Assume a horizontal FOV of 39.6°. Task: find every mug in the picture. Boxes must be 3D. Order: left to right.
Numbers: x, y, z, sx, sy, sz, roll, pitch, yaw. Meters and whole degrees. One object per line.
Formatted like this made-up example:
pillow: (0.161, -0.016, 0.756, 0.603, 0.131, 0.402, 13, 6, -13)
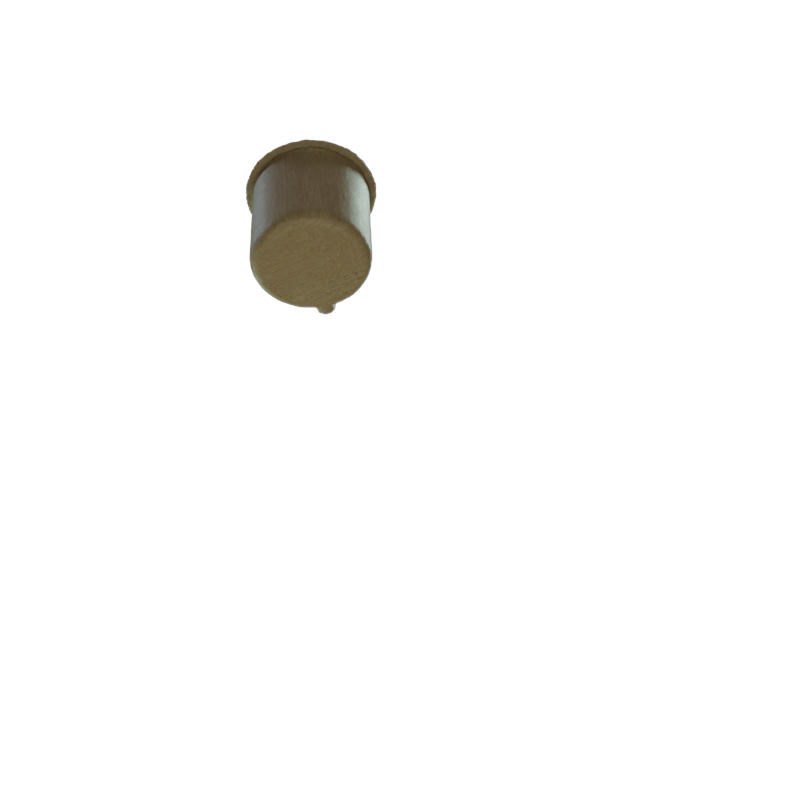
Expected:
mug: (-0.060, -0.110, 0.767, 0.093, 0.109, 0.087, -5, 43, 3)
